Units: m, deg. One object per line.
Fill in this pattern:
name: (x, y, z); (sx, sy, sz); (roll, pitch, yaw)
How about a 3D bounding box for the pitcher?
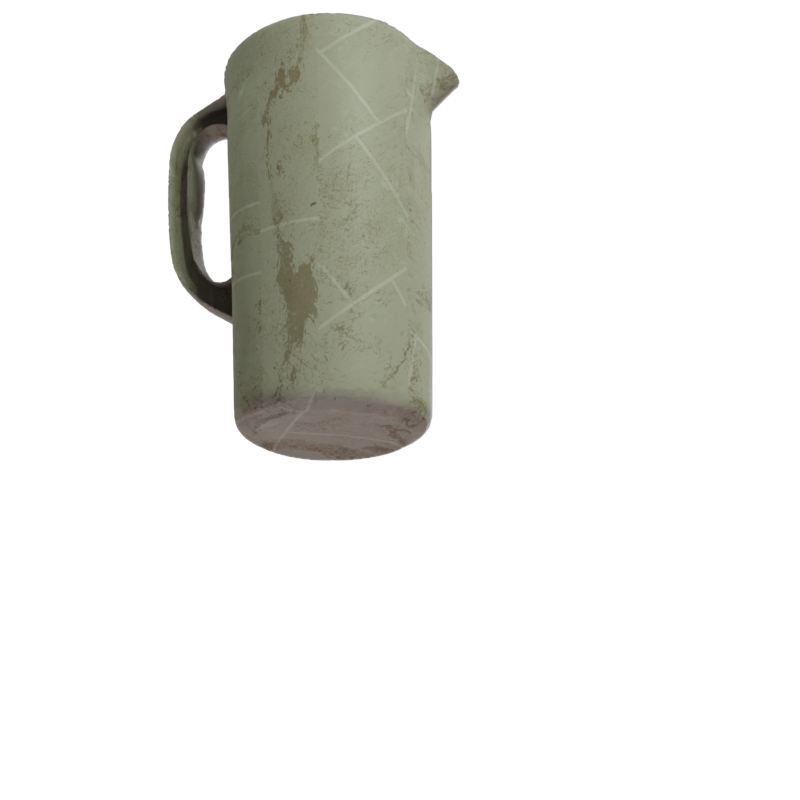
pitcher: (-0.051, -0.094, 0.657); (0.139, 0.257, 0.147); (12, -28, -26)
